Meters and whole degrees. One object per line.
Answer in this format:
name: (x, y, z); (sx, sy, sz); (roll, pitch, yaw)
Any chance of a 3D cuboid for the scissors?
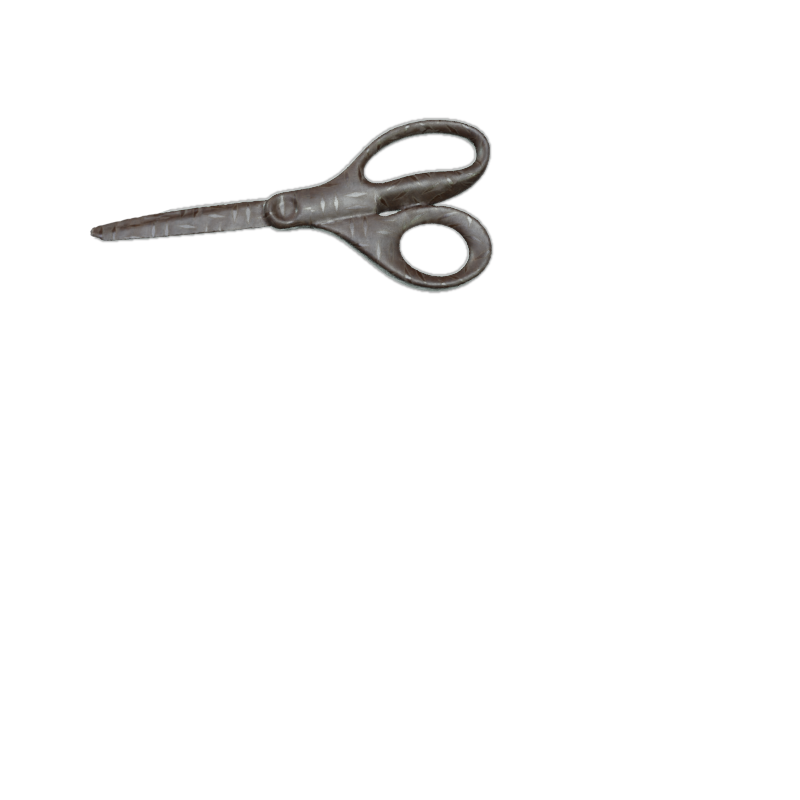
scissors: (-0.043, -0.078, 0.549); (0.201, 0.100, 0.015); (-22, -13, -6)
